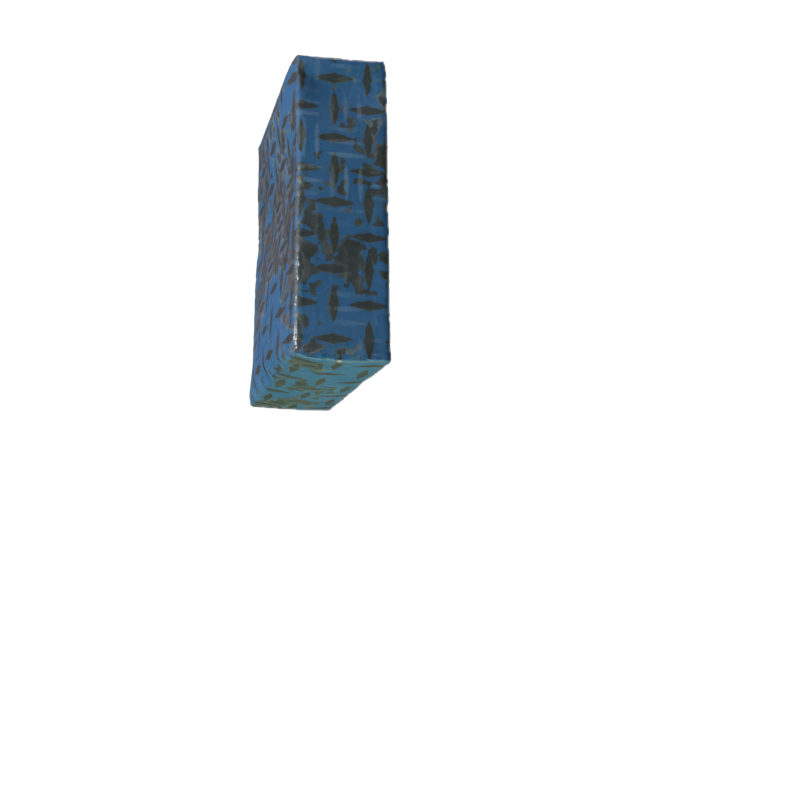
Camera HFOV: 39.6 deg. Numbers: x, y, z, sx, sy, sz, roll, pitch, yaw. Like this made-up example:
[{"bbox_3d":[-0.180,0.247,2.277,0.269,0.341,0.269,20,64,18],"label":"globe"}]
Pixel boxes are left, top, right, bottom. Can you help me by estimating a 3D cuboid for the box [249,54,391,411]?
[{"bbox_3d":[-0.062,-0.113,0.789,0.070,0.223,0.161,4,-17,-16],"label":"box"}]
